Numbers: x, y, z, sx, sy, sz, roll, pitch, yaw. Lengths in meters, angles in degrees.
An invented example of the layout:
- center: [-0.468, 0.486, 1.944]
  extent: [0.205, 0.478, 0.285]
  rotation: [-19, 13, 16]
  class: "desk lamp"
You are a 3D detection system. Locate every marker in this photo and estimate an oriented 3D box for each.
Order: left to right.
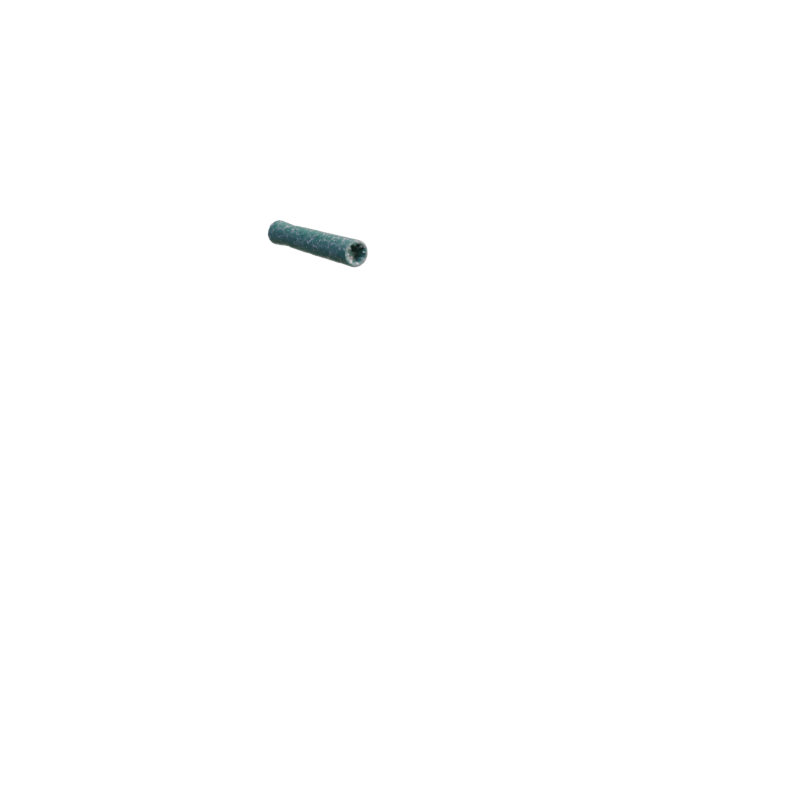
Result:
- center: [-0.062, -0.114, 0.795]
  extent: [0.019, 0.019, 0.128]
  rotation: [-3, 15, -32]
  class: "marker"
